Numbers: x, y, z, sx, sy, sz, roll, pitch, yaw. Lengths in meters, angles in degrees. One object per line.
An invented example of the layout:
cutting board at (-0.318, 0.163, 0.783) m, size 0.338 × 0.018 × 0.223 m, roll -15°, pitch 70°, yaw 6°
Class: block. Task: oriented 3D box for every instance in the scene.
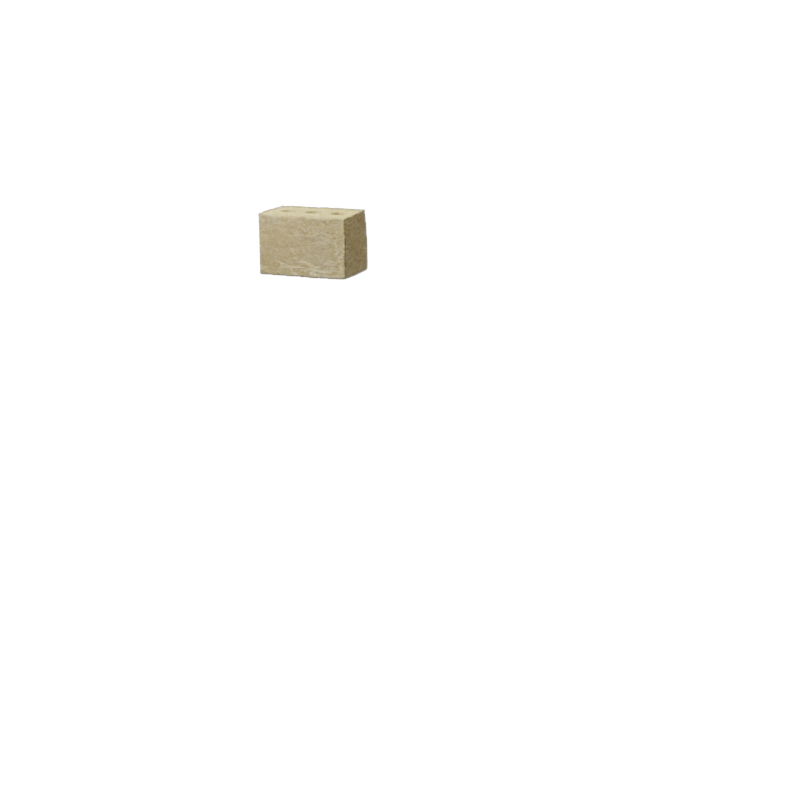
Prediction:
block at (-0.071, -0.130, 0.912) m, size 0.080 × 0.050 × 0.053 m, roll 5°, pitch 14°, yaw 19°
